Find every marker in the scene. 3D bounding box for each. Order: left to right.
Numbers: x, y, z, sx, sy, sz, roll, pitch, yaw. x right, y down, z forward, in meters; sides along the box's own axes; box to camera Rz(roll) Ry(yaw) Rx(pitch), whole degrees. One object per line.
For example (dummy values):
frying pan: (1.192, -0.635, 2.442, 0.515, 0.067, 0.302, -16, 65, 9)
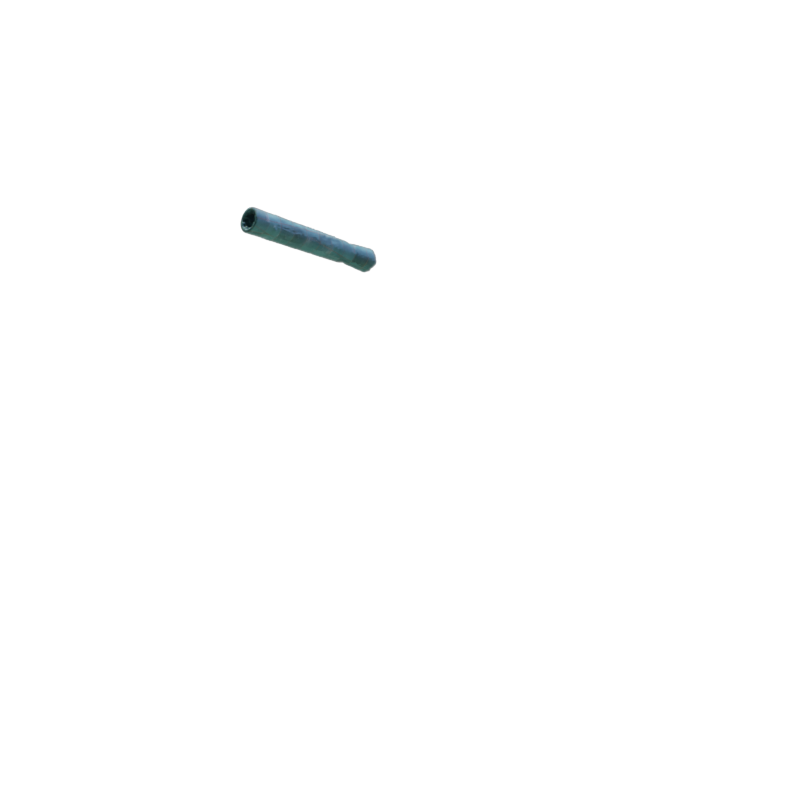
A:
marker: (-0.063, -0.115, 0.803, 0.114, 0.020, 0.021, 14, -6, -41)
